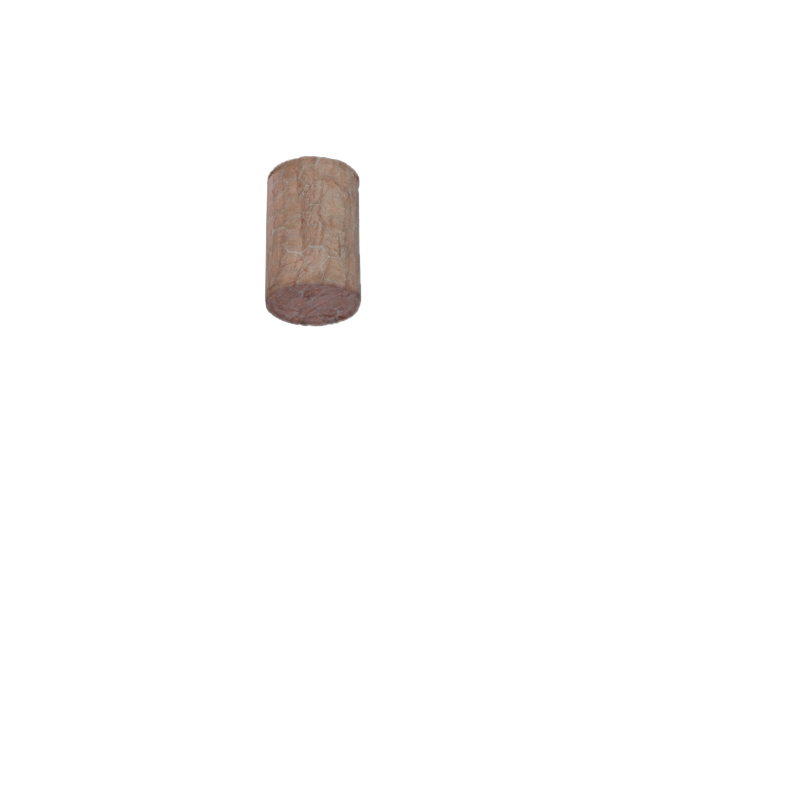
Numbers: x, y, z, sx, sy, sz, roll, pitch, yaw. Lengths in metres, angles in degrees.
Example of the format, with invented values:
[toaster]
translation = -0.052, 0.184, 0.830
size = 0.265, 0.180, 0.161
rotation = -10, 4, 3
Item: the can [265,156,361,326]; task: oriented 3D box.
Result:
[can]
translation = -0.061, -0.112, 0.784
size = 0.068, 0.108, 0.065
rotation = 0, -27, -2
